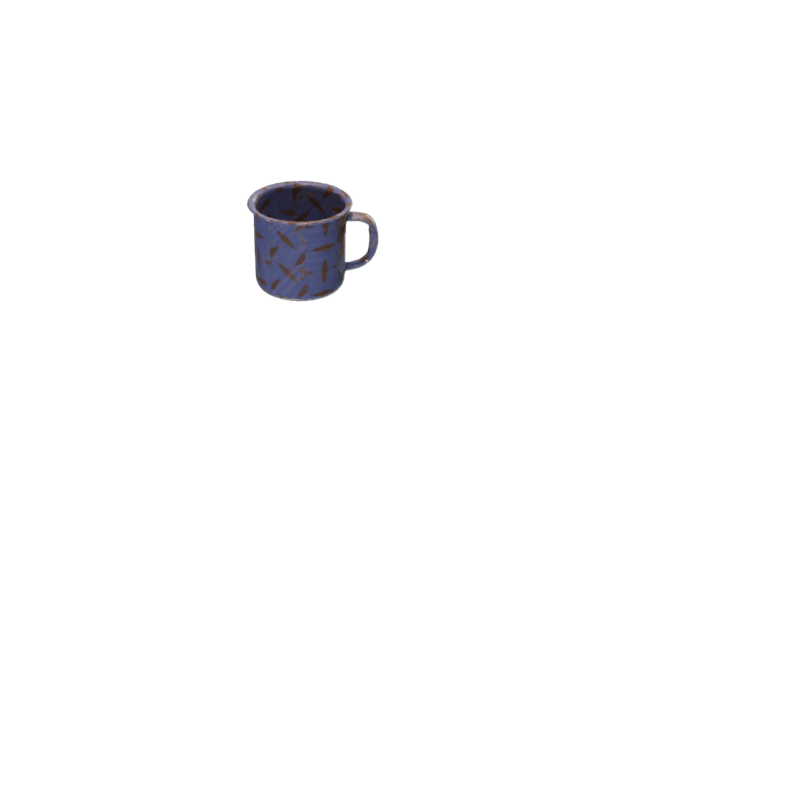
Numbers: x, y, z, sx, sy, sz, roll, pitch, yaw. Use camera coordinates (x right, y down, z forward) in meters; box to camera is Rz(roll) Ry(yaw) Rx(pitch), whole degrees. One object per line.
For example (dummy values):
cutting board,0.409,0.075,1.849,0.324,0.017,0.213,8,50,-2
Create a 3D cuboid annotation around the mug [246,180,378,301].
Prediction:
mug,-0.078,-0.142,0.995,0.116,0.077,0.099,-3,31,-5
